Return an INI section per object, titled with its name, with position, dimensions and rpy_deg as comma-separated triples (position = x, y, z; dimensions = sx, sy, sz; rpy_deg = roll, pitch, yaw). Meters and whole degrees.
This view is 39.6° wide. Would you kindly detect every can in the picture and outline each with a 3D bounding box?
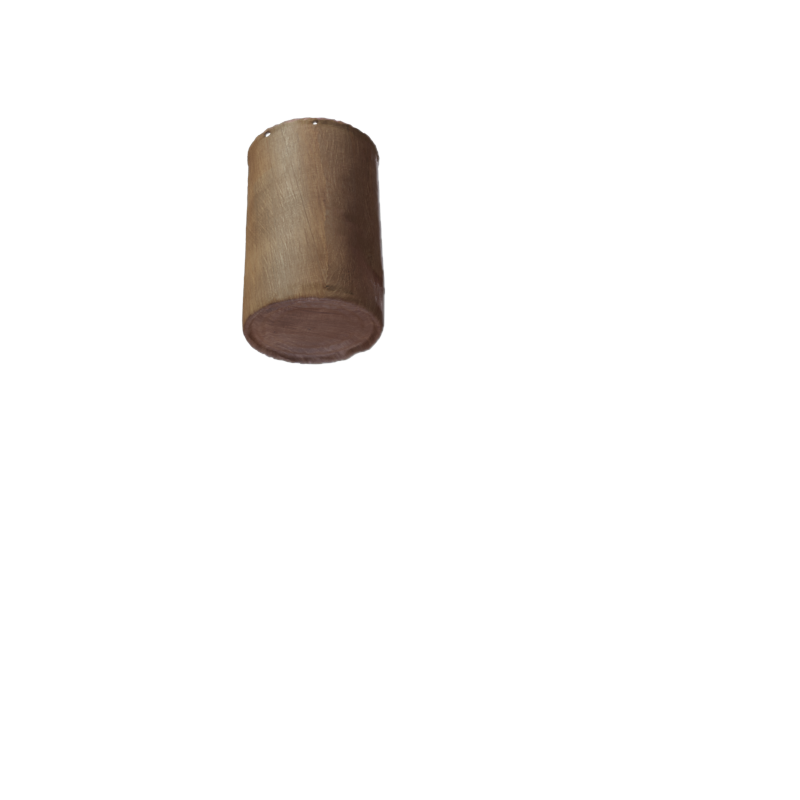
[can]
position = -0.042, -0.077, 0.542
dimensions = 0.068, 0.109, 0.064
rpy_deg = 0, -30, -2
